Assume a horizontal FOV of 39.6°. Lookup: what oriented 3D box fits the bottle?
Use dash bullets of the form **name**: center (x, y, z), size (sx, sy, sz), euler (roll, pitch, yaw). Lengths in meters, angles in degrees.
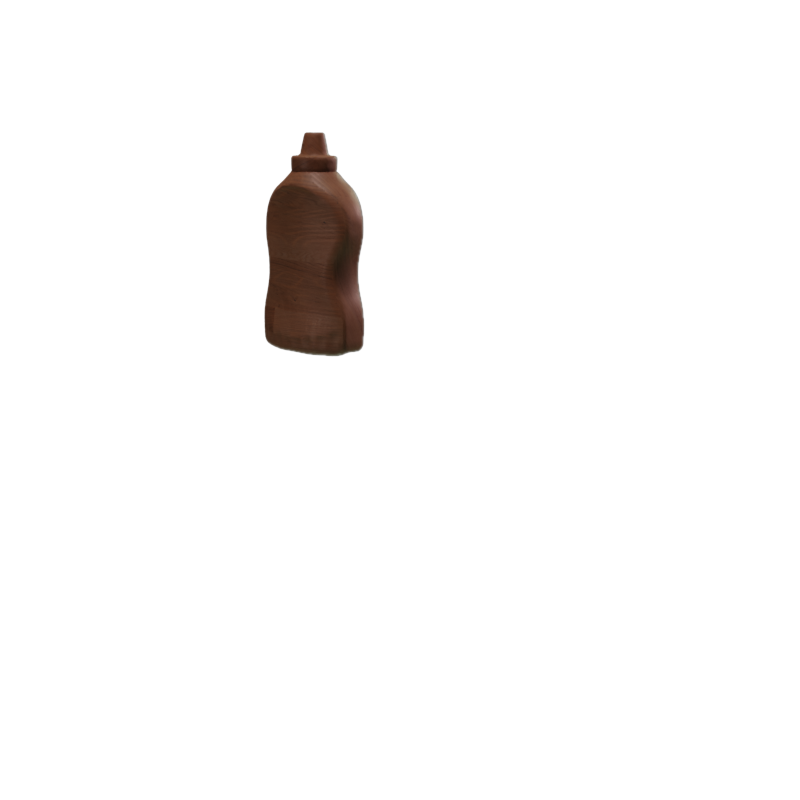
- **bottle**: center (-0.076, -0.140, 0.978), size (0.101, 0.189, 0.057), euler (7, 10, 41)
